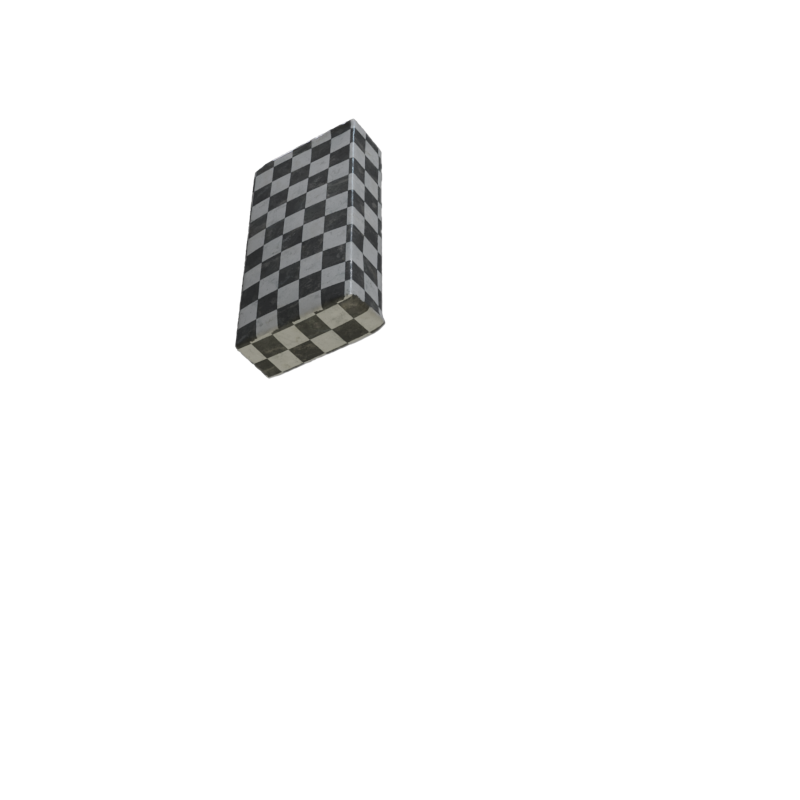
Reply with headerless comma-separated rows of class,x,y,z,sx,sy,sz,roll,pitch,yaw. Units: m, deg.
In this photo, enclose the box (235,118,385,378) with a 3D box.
box,-0.060,-0.108,0.757,0.094,0.189,0.044,-24,-45,22
